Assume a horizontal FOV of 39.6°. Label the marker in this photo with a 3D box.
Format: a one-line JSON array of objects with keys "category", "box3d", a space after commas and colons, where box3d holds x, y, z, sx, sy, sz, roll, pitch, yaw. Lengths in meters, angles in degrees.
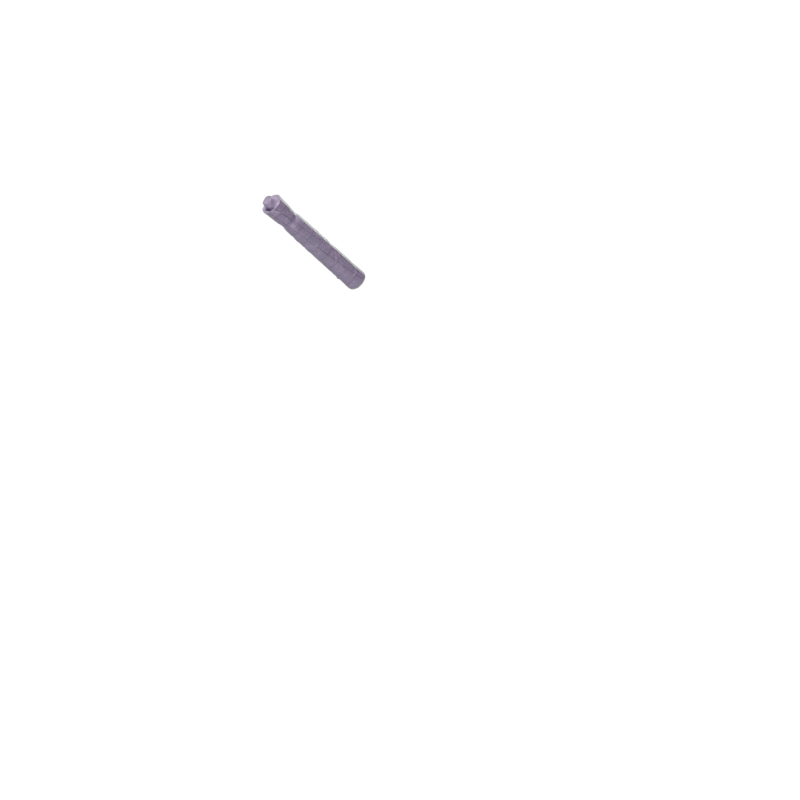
[{"category": "marker", "box3d": [-0.073, -0.133, 0.930, 0.021, 0.020, 0.113, 3, -29, 49]}]
